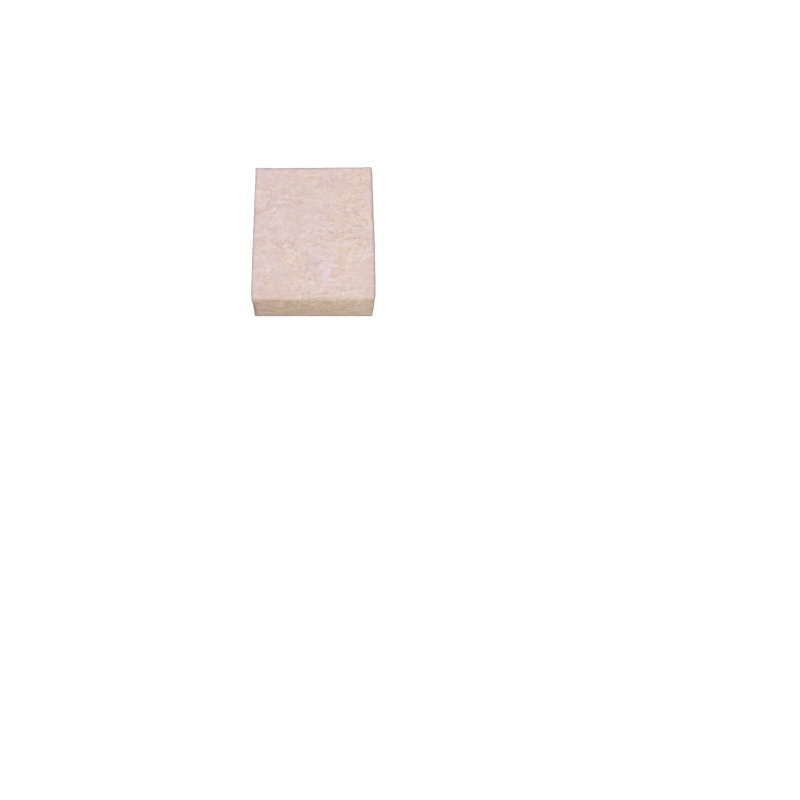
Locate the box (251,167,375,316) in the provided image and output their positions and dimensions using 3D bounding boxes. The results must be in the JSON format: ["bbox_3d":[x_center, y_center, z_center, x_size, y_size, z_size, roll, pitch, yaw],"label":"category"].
[{"bbox_3d":[-0.065,-0.119,0.830,0.090,0.120,0.037,-1,-27,-1],"label":"box"}]
